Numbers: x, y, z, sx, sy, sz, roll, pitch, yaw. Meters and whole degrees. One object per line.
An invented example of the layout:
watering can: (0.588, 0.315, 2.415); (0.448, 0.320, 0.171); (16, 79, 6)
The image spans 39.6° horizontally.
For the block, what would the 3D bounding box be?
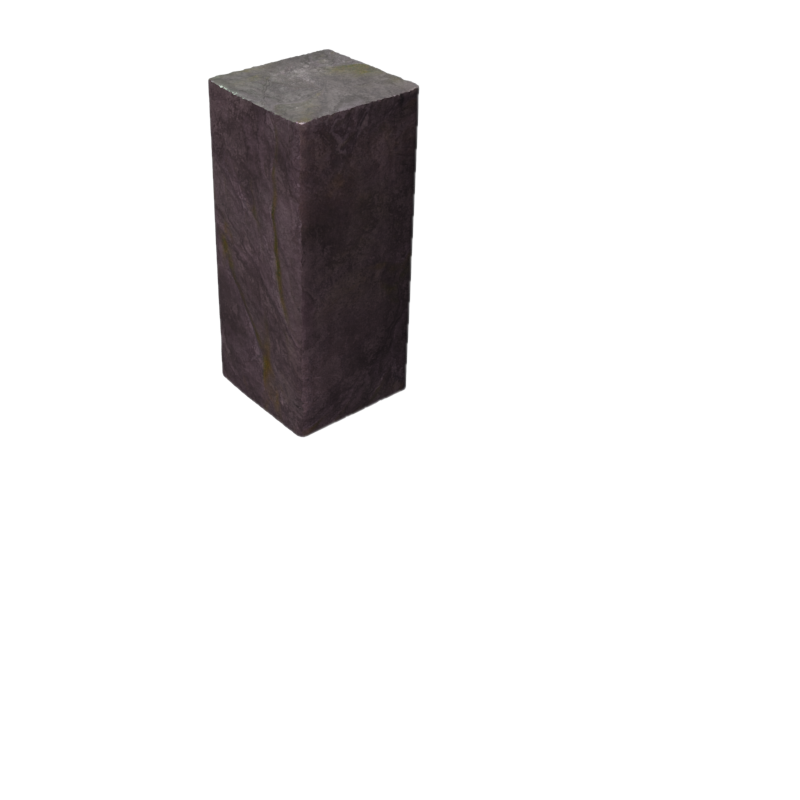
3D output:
block: (-0.053, -0.096, 0.675); (0.090, 0.194, 0.097); (-21, 38, -34)
